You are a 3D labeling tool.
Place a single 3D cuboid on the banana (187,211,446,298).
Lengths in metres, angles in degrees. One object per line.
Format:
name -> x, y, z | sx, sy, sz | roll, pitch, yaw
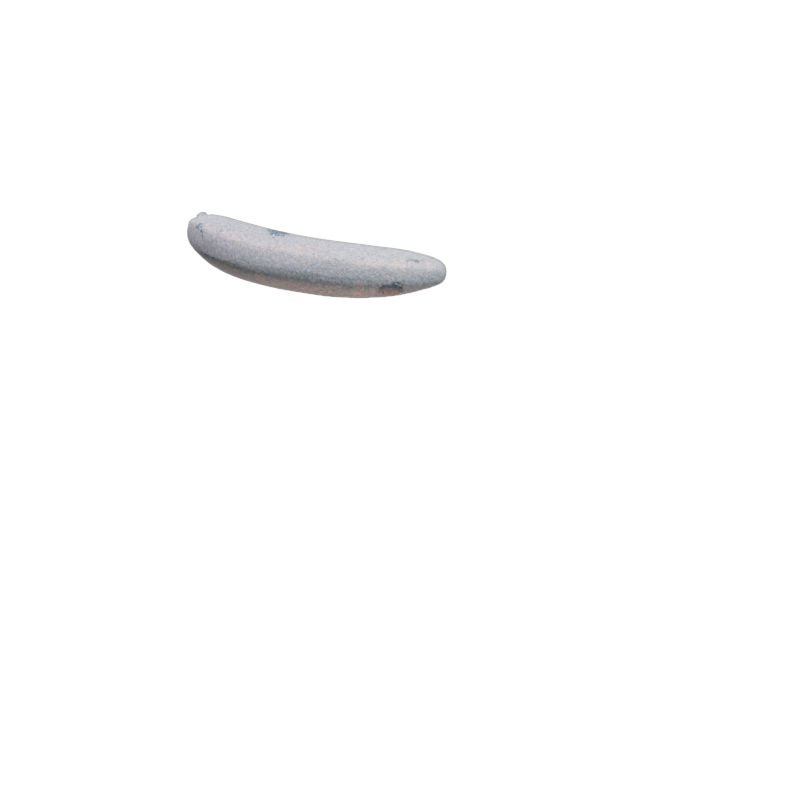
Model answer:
banana -> -0.071, -0.100, 0.750 | 0.206, 0.034, 0.071 | 17, 37, 22
